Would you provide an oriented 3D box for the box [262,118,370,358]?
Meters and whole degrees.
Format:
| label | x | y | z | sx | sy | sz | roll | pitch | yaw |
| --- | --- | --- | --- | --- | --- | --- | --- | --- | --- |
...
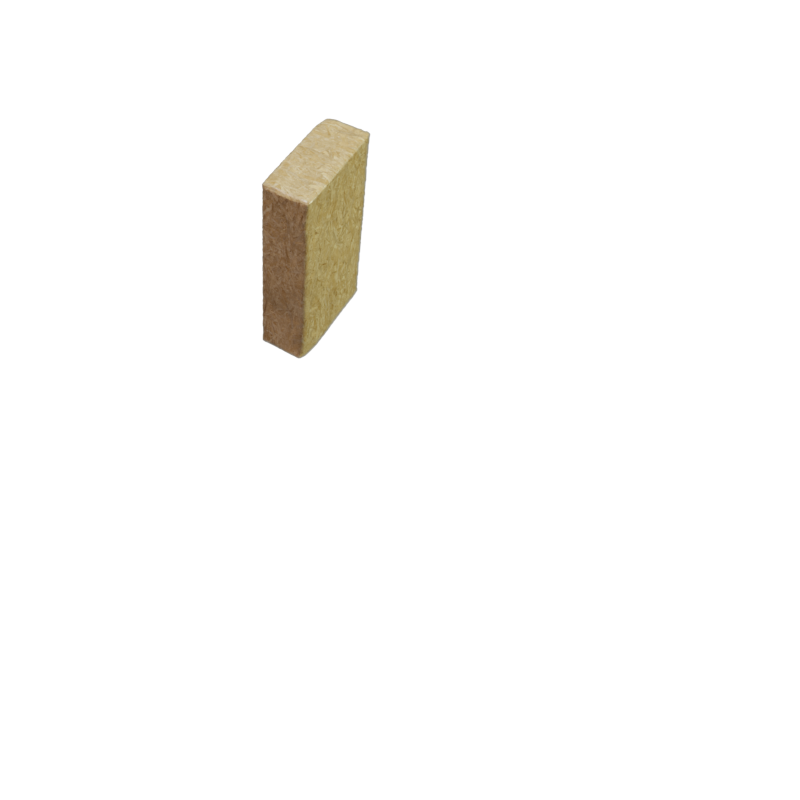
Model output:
| label | x | y | z | sx | sy | sz | roll | pitch | yaw |
| --- | --- | --- | --- | --- | --- | --- | --- | --- | --- |
| box | -0.067 | -0.122 | 0.855 | 0.050 | 0.164 | 0.096 | 23 | 51 | 16 |
